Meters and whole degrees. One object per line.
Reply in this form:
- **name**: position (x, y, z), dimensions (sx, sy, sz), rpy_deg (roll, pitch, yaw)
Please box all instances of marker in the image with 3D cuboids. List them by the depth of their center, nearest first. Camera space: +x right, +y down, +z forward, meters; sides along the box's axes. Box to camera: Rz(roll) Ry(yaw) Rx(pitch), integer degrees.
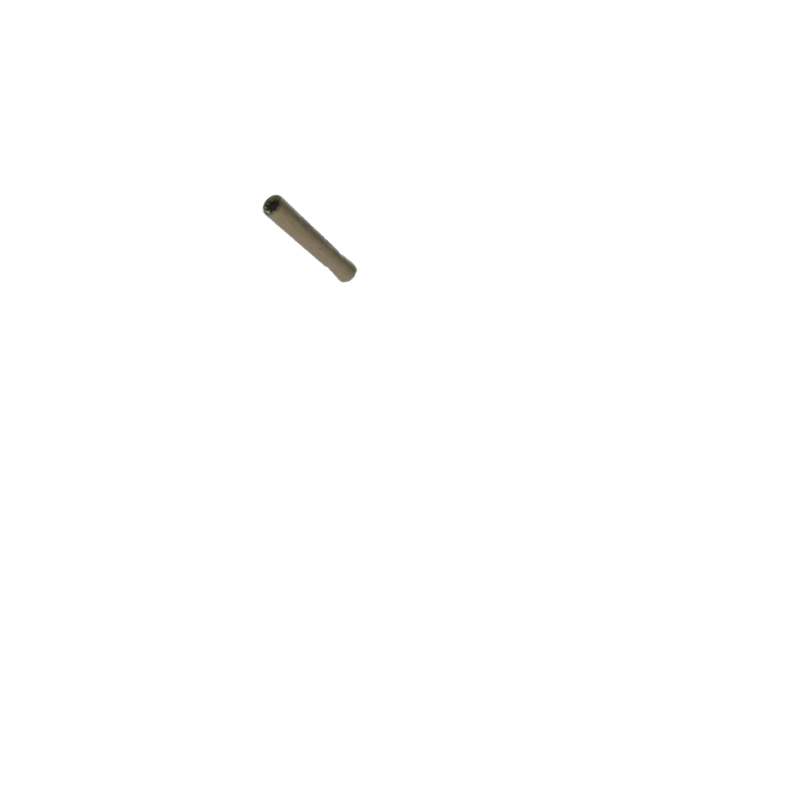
- **marker**: position (-0.070, -0.127, 0.892), dimensions (0.020, 0.020, 0.112), rpy_deg (3, -22, 34)
